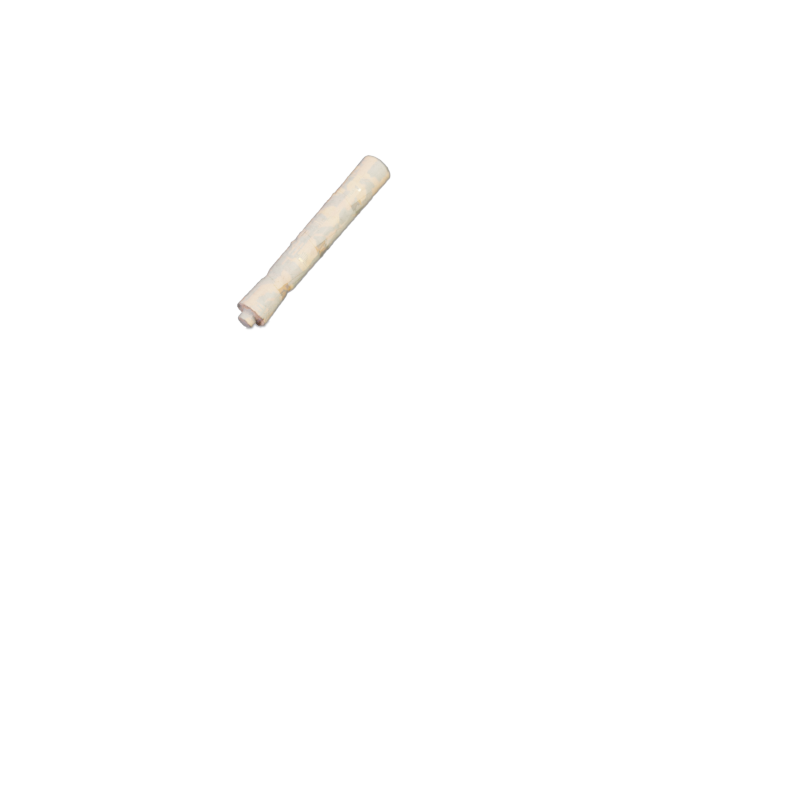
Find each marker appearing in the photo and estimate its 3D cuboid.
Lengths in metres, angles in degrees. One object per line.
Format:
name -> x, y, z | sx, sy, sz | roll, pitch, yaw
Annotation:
marker -> -0.047, -0.086, 0.602 | 0.020, 0.124, 0.019 | 4, -40, 54
